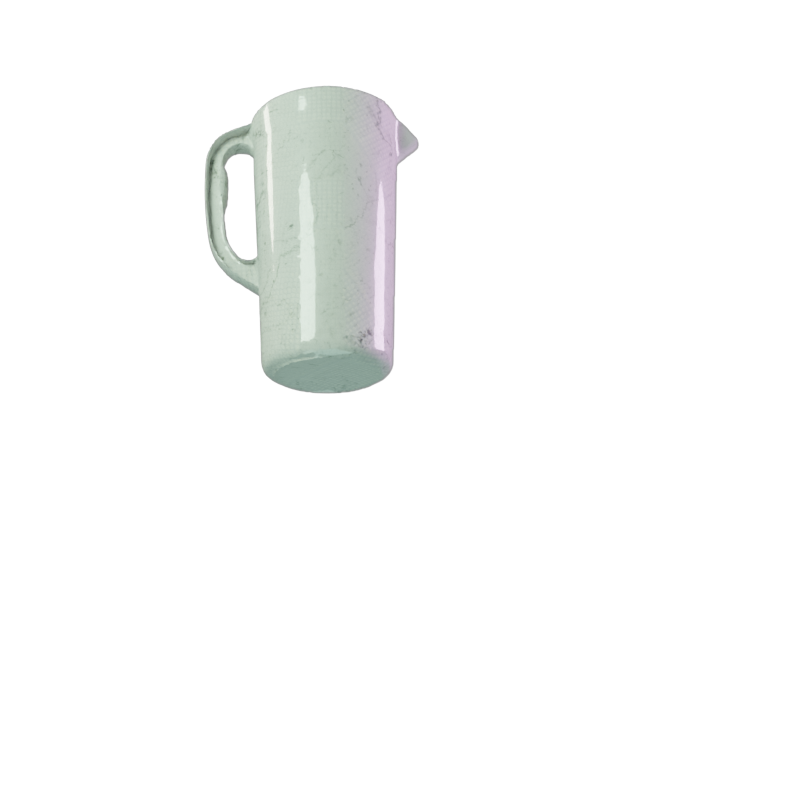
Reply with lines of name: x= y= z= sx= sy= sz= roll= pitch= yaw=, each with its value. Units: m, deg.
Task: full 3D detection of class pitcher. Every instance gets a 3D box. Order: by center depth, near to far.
pitcher: x=-0.074 y=-0.135 z=0.949 sx=0.151 sy=0.257 sz=0.136 roll=-20 pitch=-29 yaw=37
